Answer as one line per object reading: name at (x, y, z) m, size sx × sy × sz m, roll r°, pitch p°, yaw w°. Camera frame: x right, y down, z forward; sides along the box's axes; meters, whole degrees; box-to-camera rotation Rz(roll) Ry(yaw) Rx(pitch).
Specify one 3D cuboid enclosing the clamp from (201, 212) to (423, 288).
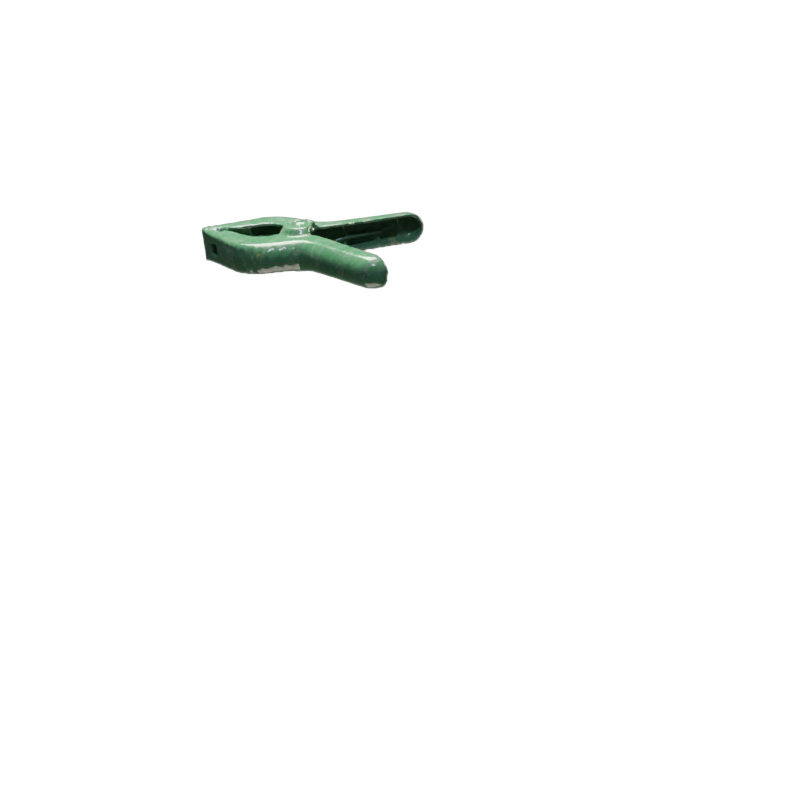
clamp at (-0.067, -0.123, 0.861) m, size 0.178 × 0.038 × 0.120 m, roll 10°, pitch 23°, yaw 24°
